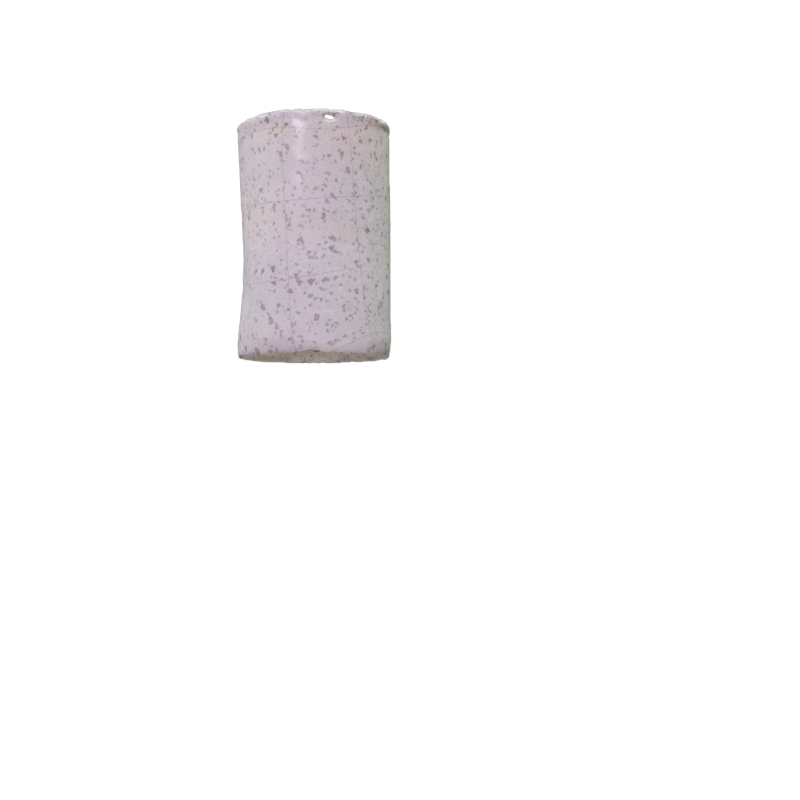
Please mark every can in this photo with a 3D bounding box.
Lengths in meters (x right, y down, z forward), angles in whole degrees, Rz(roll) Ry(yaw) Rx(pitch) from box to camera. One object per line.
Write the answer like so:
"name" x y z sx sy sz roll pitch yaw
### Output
"can" -0.038 -0.069 0.484 0.068 0.104 0.067 0 -7 -2
